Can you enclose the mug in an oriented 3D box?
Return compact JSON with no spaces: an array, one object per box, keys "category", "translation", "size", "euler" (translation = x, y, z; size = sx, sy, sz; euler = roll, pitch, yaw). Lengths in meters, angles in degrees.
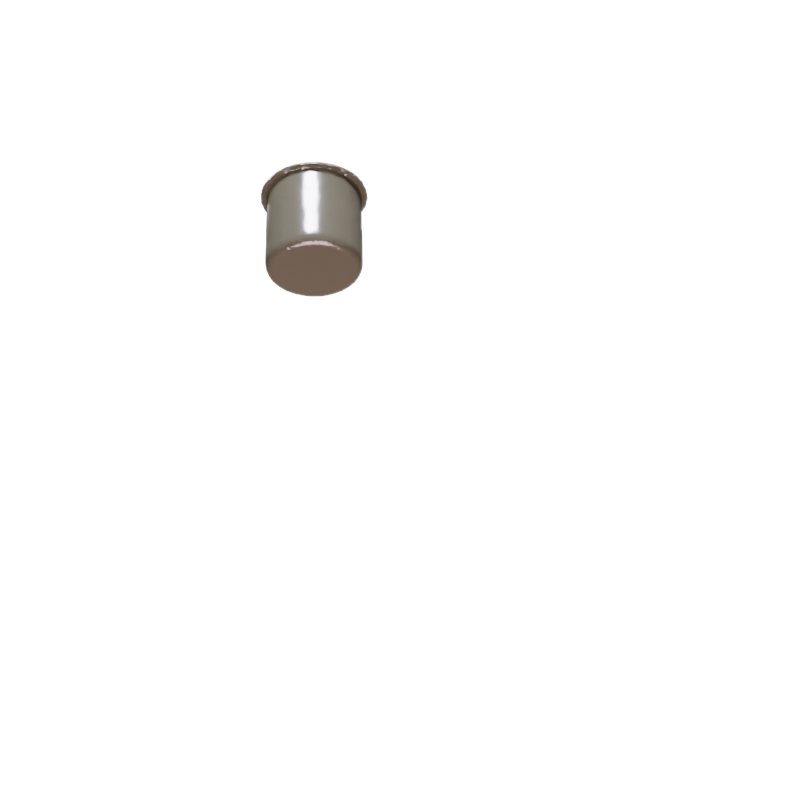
[{"category":"mug","translation":[-0.075,-0.137,0.956],"size":[0.093,0.087,0.110],"euler":[2,-34,-5]}]
